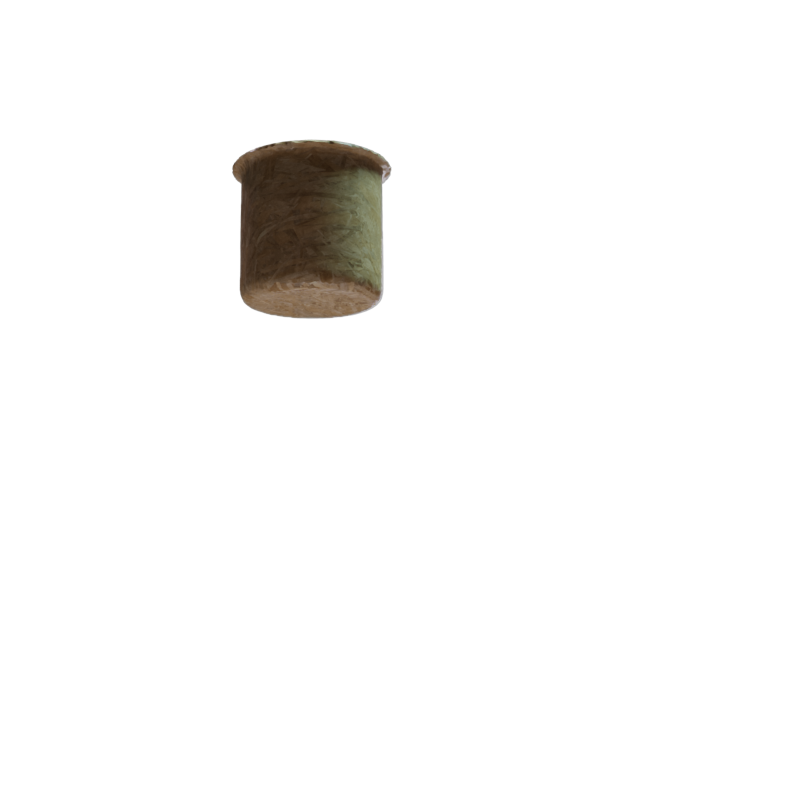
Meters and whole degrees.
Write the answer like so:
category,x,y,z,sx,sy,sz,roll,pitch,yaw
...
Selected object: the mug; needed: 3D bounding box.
category,x,y,z,sx,sy,sz,roll,pitch,yaw
mug,-0.051,-0.093,0.649,0.093,0.085,0.113,-1,-13,2
